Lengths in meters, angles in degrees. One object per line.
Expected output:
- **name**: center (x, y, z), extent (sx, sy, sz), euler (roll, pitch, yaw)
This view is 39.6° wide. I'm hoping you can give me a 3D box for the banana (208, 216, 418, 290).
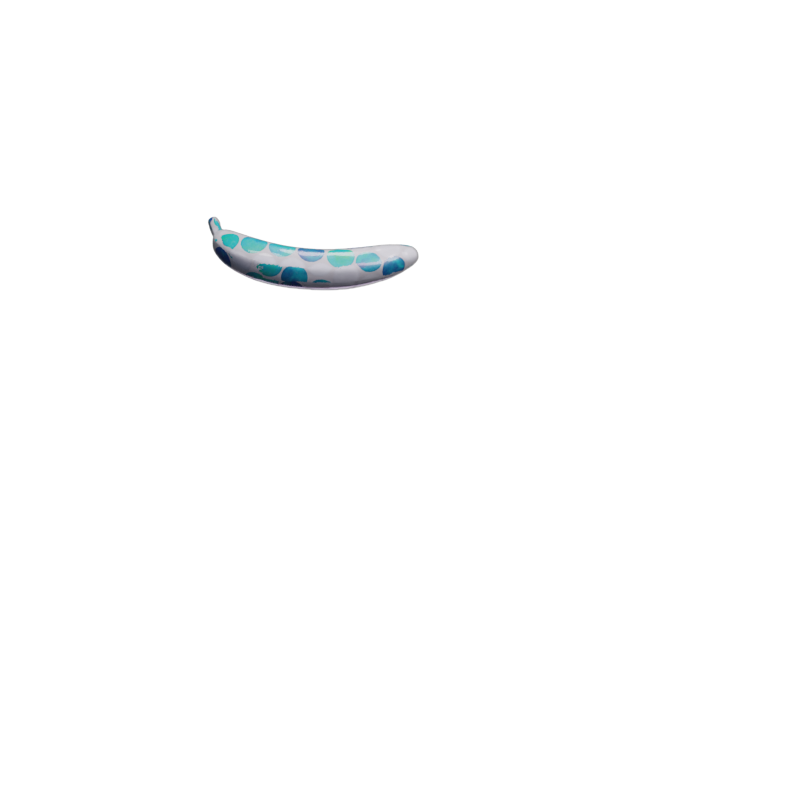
- **banana**: center (-0.085, -0.128, 0.989), extent (0.200, 0.073, 0.034), euler (11, -35, 8)
